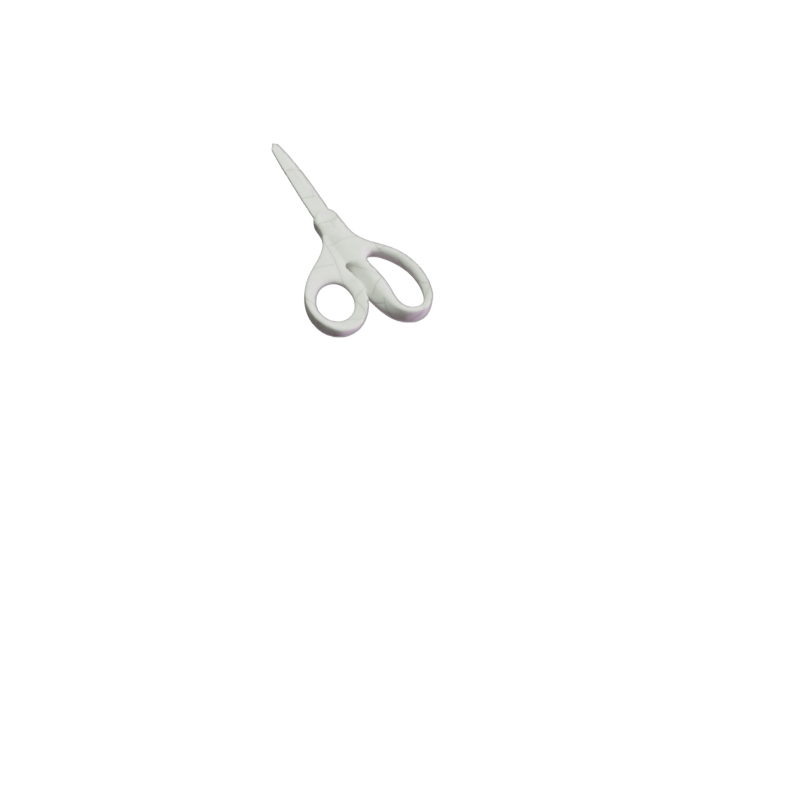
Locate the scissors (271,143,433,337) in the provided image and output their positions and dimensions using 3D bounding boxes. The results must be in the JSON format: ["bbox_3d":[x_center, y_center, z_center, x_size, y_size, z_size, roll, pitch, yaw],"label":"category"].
[{"bbox_3d":[-0.063,-0.114,0.800,0.097,0.015,0.215,-34,57,-25],"label":"scissors"}]
